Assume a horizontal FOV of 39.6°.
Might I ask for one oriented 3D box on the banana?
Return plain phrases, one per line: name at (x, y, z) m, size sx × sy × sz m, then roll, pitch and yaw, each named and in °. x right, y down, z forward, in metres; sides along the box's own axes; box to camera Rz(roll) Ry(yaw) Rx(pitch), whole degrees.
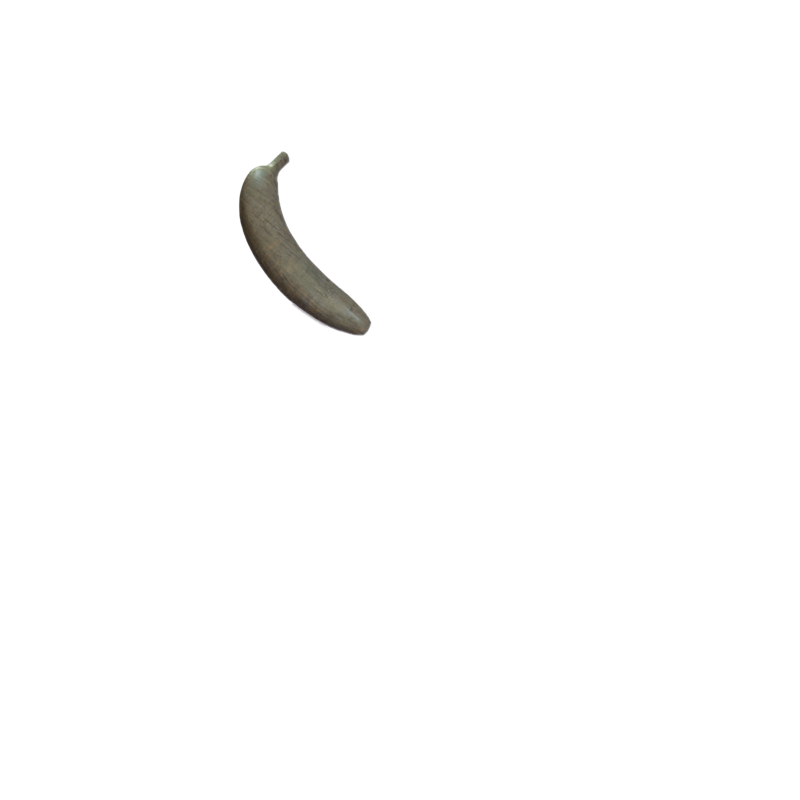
banana at (-0.094, -0.134, 0.958) m, size 0.069 × 0.210 × 0.035 m, roll -21°, pitch -25°, yaw -11°
